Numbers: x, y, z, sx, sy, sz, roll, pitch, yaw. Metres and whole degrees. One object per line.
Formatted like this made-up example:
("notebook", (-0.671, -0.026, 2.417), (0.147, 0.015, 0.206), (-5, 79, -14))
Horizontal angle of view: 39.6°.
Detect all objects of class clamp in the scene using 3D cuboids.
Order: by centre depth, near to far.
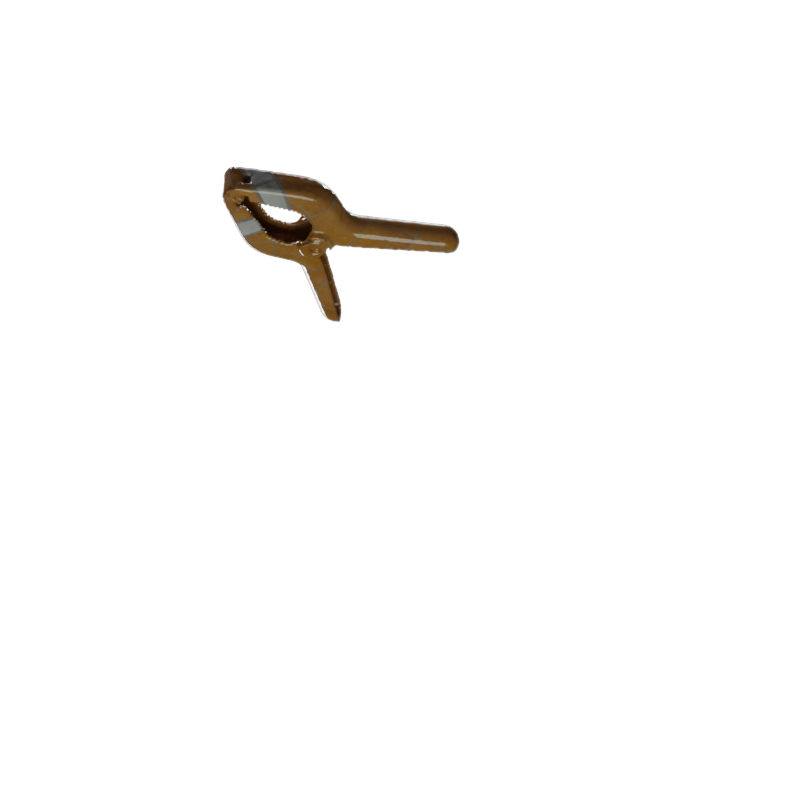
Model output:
("clamp", (-0.077, -0.140, 0.981), (0.199, 0.039, 0.162), (23, -41, -29))
